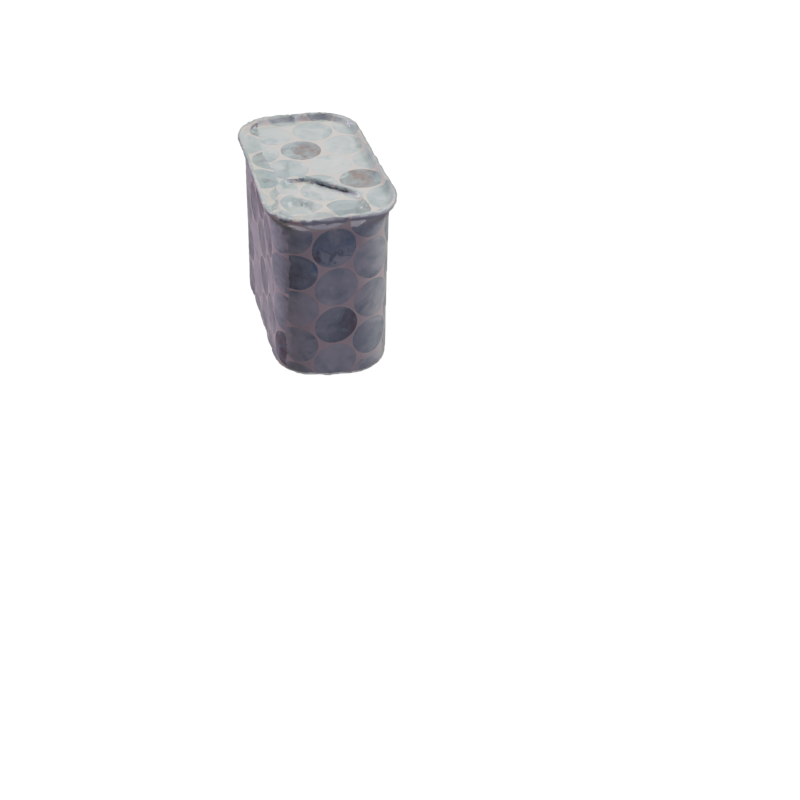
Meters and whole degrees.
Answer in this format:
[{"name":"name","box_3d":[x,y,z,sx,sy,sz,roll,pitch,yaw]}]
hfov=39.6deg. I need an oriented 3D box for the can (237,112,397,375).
[{"name":"can","box_3d":[-0.040,-0.073,0.510,0.057,0.078,0.110,-7,36,-13]}]
